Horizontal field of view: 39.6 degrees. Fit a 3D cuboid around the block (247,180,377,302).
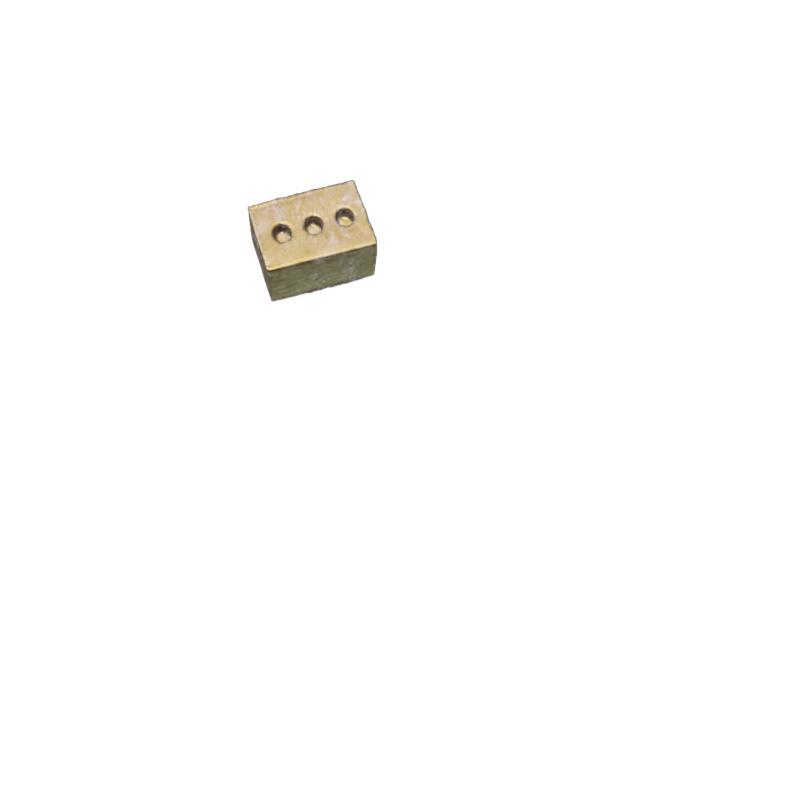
[{"bbox_3d":[-0.059,-0.108,0.758,0.077,0.056,0.048,-16,-23,-9],"label":"block"}]
